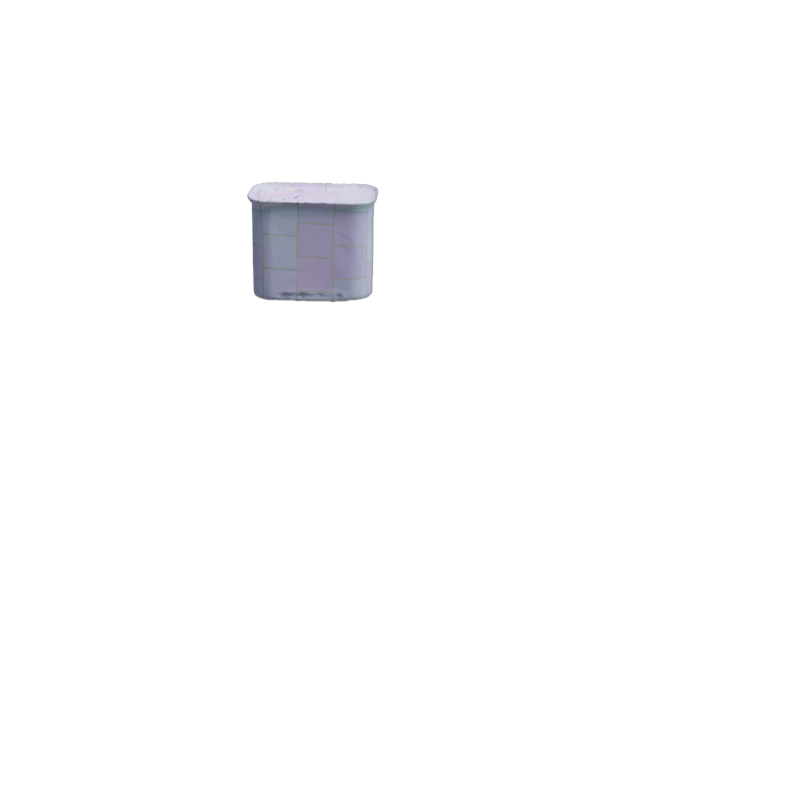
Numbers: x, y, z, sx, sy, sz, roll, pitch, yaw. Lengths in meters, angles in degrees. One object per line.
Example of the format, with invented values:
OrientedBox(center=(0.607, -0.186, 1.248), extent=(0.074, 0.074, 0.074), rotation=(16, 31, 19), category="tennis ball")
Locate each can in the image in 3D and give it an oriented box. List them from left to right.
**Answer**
OrientedBox(center=(-0.069, -0.126, 0.886), extent=(0.102, 0.080, 0.060), rotation=(2, 21, 4), category="can")
